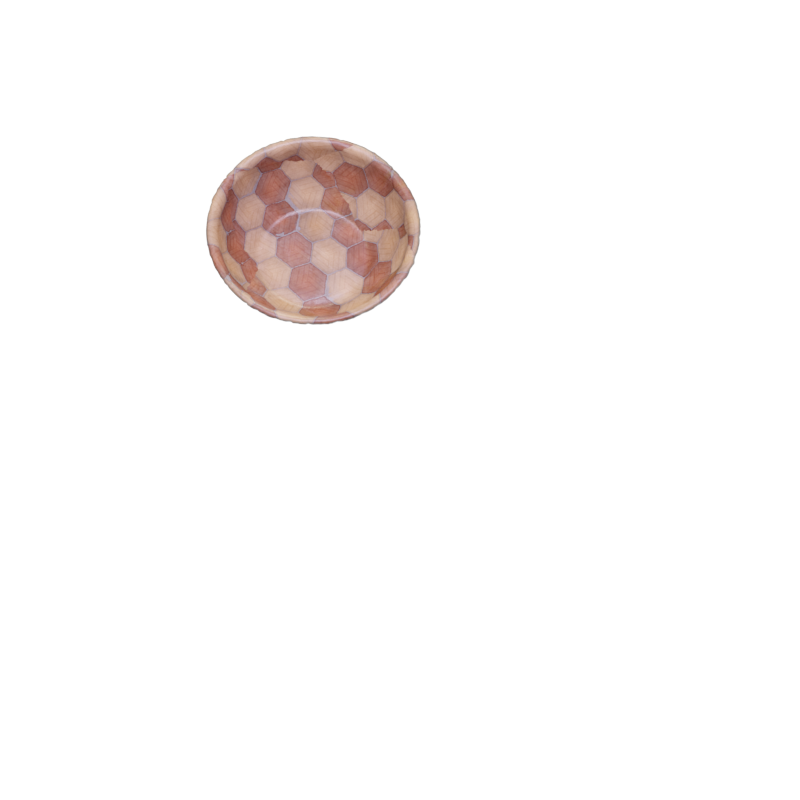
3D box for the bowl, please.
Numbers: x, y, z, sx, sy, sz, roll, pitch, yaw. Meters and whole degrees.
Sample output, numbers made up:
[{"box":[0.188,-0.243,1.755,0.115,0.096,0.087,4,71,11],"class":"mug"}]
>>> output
[{"box":[-0.067,-0.123,0.858,0.162,0.172,0.052,-1,-26,-1],"class":"bowl"}]
